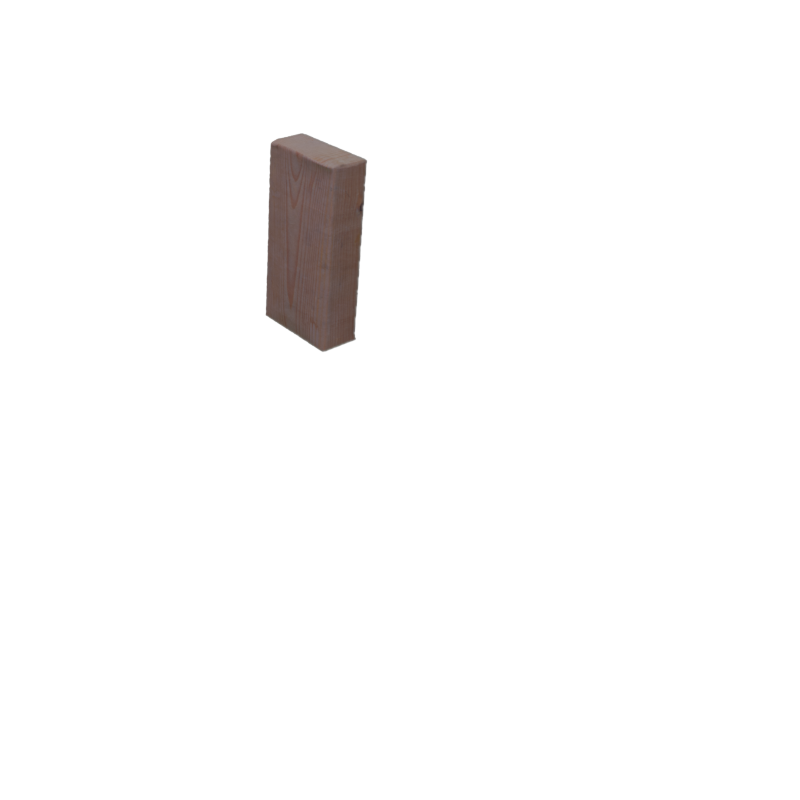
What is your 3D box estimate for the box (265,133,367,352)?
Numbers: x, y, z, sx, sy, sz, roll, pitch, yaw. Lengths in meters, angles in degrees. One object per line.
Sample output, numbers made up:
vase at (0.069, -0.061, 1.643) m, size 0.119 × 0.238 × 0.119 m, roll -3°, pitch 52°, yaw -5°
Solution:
box at (-0.078, -0.142, 0.997) m, size 0.047 × 0.167 × 0.100 m, roll -18°, pitch 33°, yaw -36°
